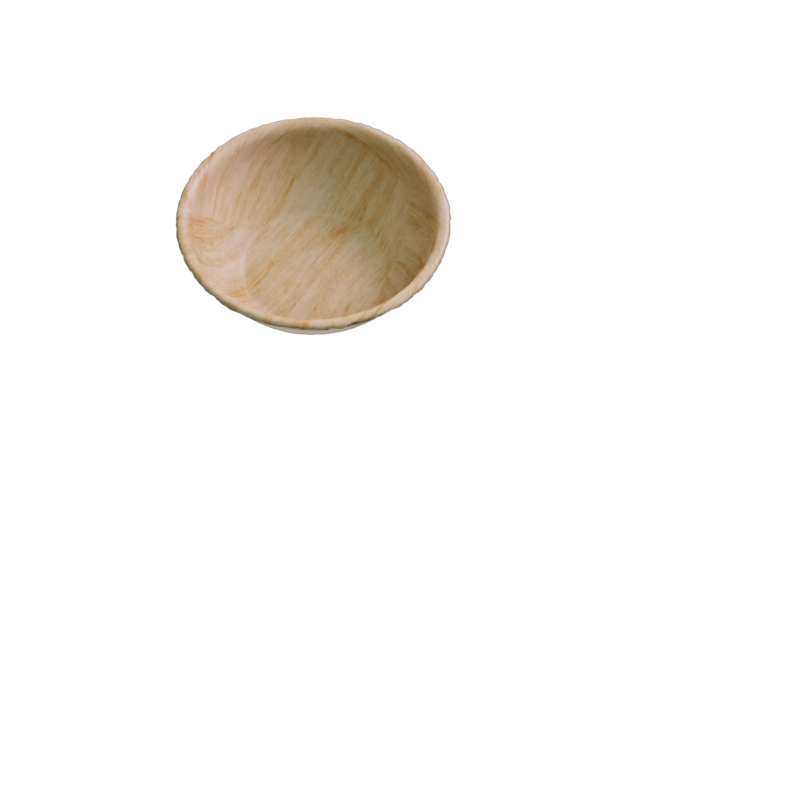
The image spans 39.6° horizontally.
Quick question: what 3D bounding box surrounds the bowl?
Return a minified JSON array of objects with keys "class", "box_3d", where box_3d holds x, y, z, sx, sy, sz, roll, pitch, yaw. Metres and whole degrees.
[{"class":"bowl","box_3d":[-0.052,-0.096,0.670,0.162,0.174,0.051,-1,-35,-1]}]
